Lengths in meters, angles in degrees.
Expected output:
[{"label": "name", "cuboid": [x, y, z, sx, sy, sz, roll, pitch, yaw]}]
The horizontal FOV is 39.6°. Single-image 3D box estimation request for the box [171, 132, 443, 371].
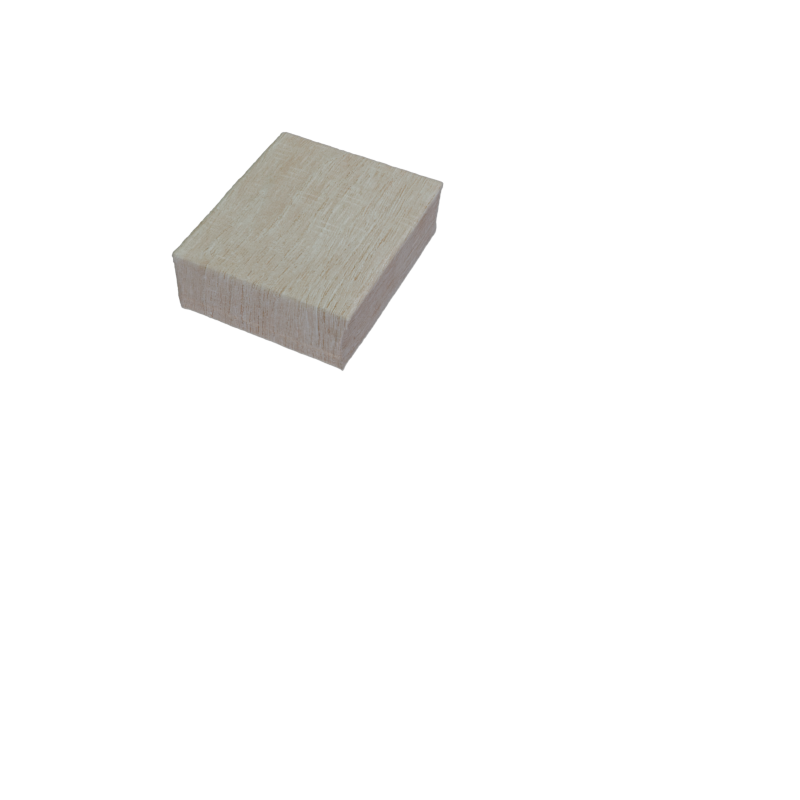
[{"label": "box", "cuboid": [-0.042, -0.076, 0.531, 0.093, 0.036, 0.118, 18, 49, 16]}]
